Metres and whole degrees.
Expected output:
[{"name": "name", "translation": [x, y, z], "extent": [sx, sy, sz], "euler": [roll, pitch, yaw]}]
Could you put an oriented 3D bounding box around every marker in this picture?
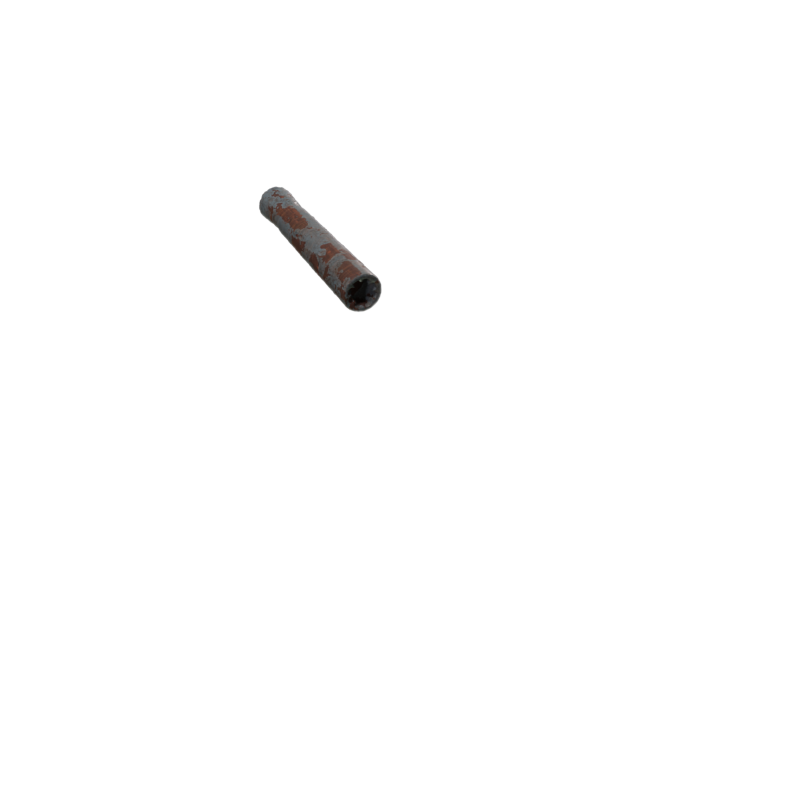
[{"name": "marker", "translation": [-0.042, -0.076, 0.535], "extent": [0.019, 0.019, 0.130], "euler": [-2, 28, -25]}]
